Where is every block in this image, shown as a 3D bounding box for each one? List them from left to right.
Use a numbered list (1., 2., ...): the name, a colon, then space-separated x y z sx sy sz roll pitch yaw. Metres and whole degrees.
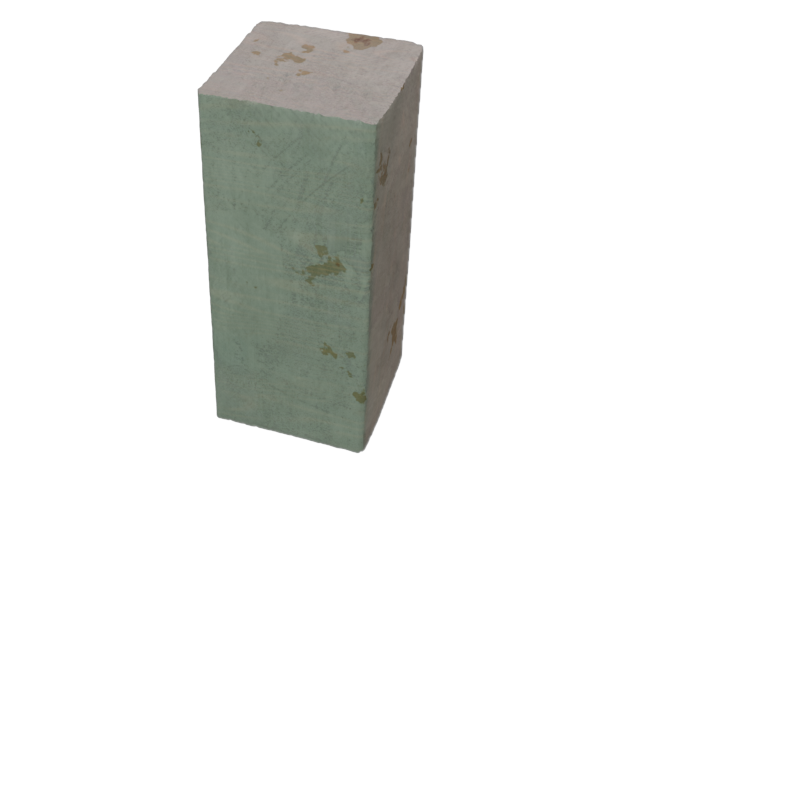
1. block: -0.046 -0.085 0.593 0.093 0.193 0.094 12 39 12
